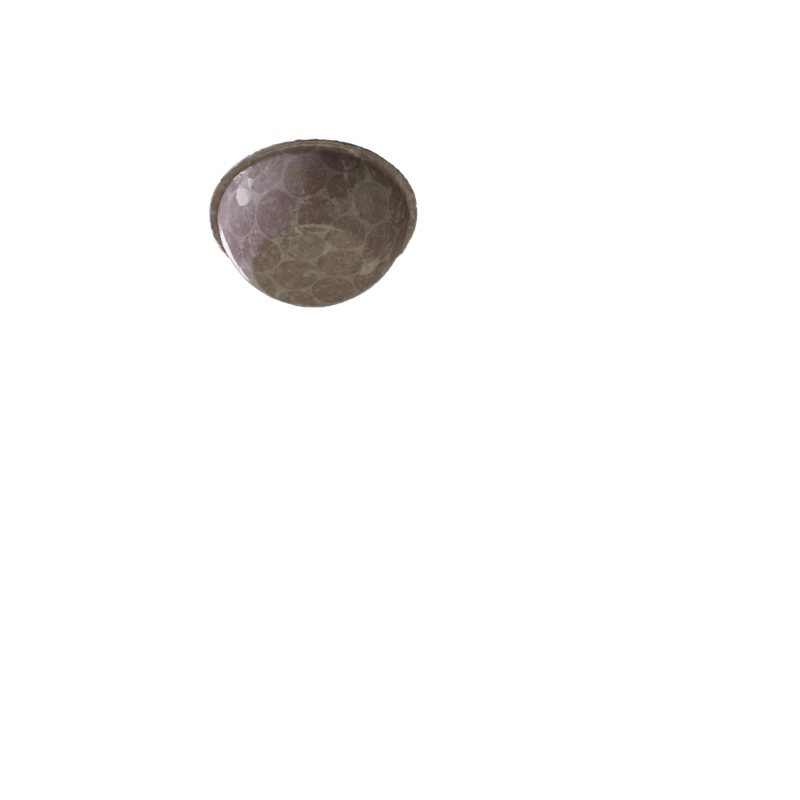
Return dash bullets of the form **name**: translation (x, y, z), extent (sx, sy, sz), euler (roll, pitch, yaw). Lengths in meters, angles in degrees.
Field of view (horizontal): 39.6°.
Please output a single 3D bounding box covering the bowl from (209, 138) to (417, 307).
- **bowl**: translation (-0.066, -0.120, 0.840), extent (0.162, 0.059, 0.151), euler (1, -39, -1)
